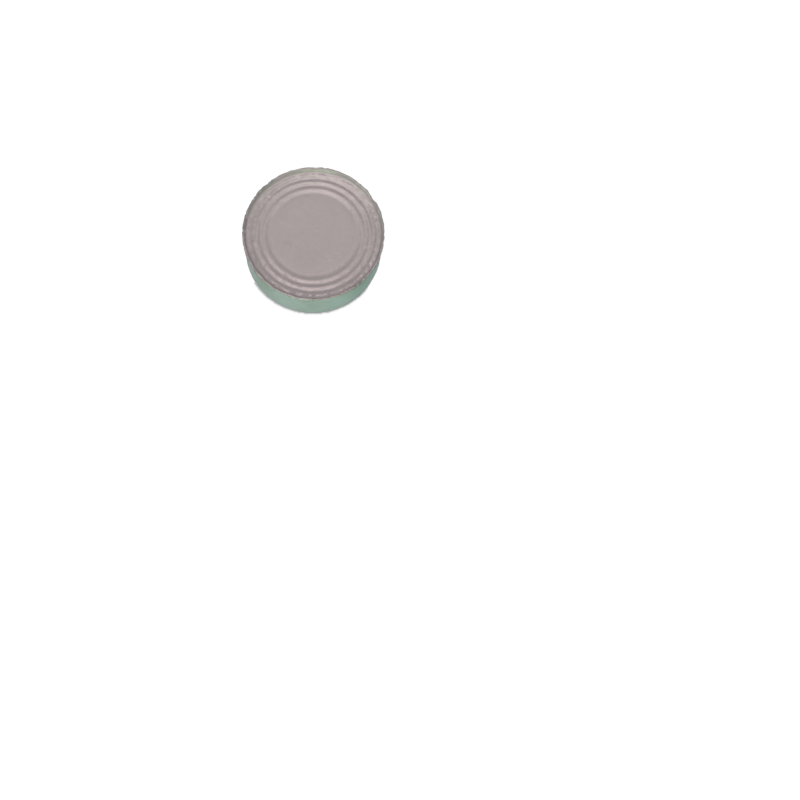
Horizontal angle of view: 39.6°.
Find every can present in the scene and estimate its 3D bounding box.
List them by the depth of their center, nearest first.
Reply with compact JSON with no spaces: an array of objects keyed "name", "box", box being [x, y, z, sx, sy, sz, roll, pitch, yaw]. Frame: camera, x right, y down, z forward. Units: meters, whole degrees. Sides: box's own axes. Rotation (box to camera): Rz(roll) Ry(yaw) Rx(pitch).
[{"name":"can","box":[-0.053,-0.097,0.680,0.086,0.090,0.032,-1,-19,-1]}]
